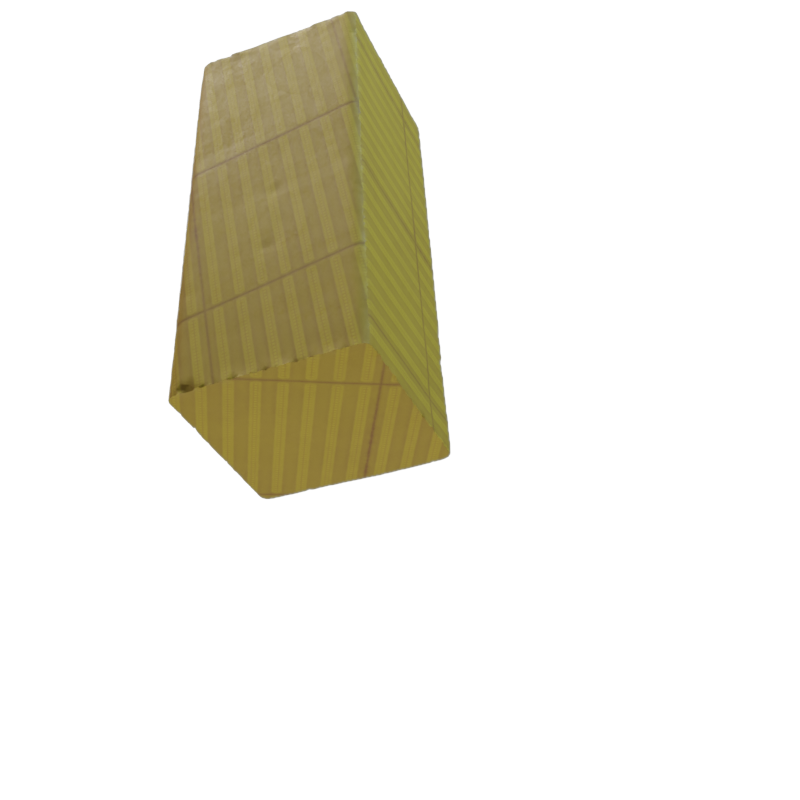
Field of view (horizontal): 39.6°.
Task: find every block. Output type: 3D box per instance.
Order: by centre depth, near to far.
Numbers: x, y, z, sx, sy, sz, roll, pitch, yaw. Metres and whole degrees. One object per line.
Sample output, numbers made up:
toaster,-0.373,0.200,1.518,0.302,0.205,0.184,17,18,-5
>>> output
block,-0.041,-0.074,0.518,0.091,0.221,0.084,-17,-41,16
